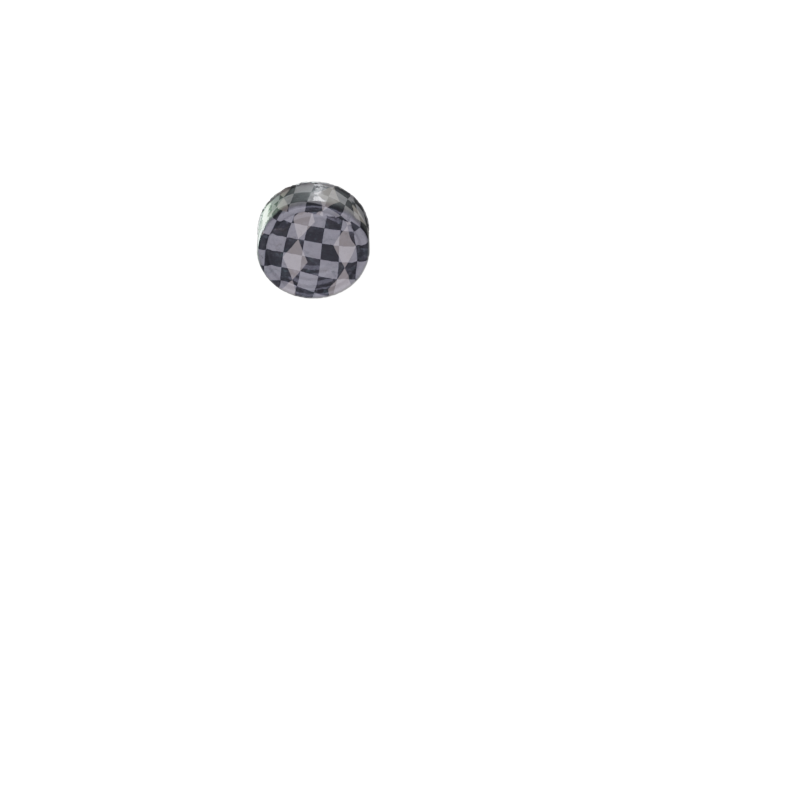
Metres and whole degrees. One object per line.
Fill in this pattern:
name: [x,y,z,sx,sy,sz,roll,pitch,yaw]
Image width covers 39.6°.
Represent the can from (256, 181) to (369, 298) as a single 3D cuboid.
can: [-0.065,-0.119,0.835,0.086,0.081,0.036,1,34,-1]
